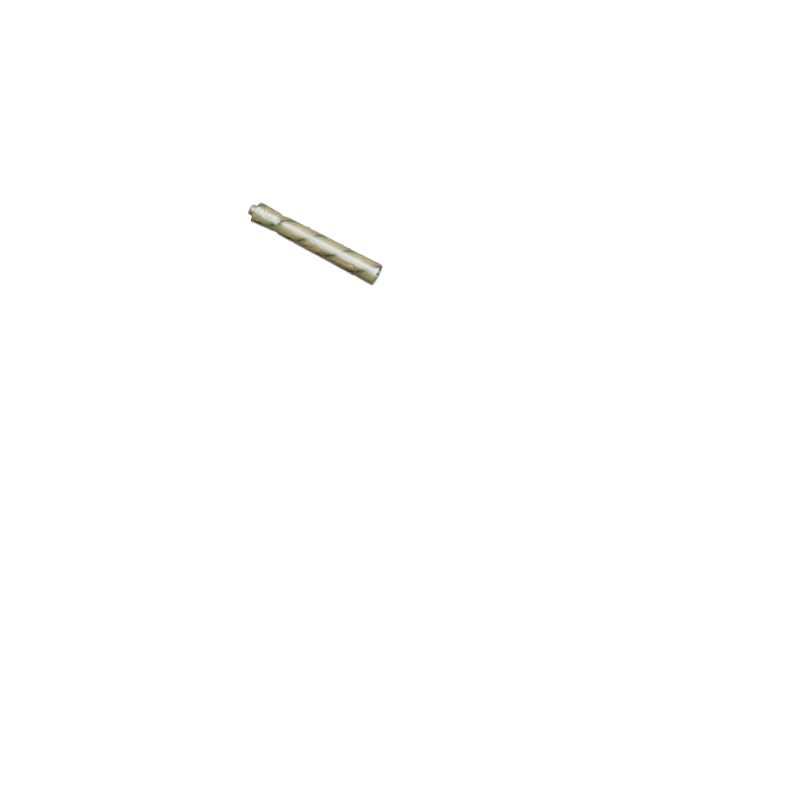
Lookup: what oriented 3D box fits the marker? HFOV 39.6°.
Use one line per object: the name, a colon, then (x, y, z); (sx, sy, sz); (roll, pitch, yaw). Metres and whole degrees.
marker: (-0.072, -0.131, 0.915); (0.124, 0.019, 0.019); (29, 9, 11)
